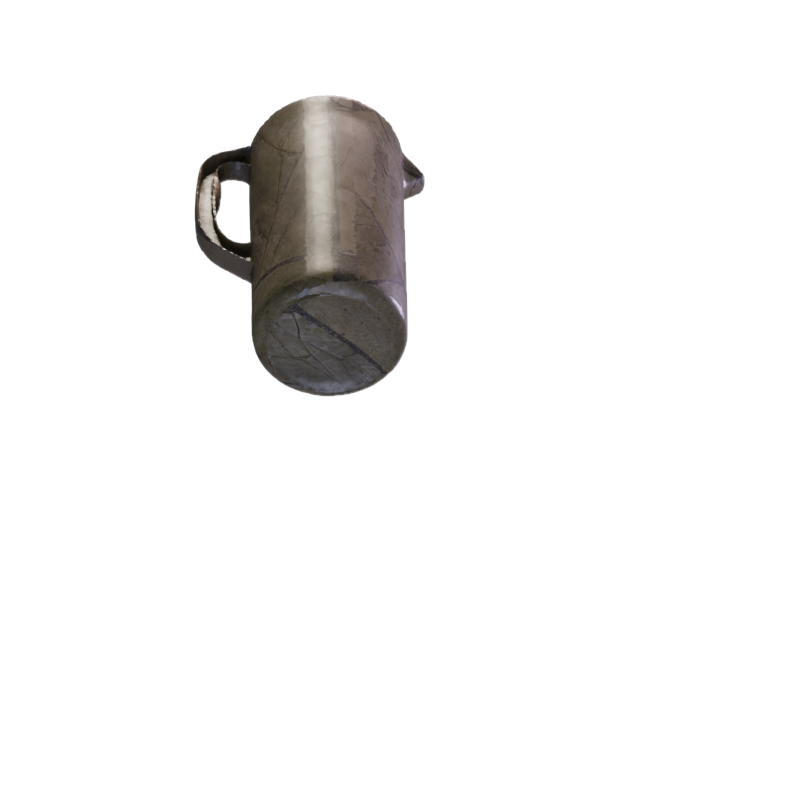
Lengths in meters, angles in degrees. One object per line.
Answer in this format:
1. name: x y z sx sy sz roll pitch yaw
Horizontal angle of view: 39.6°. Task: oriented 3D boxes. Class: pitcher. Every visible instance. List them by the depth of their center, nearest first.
1. pitcher: -0.067 -0.122 0.852 0.149 0.260 0.135 -31 -55 20
